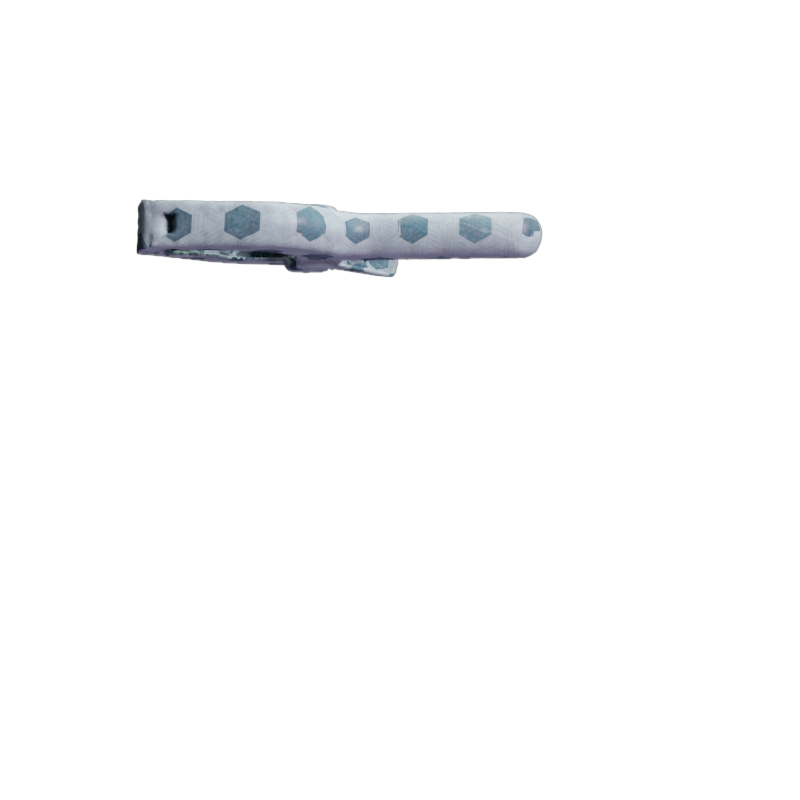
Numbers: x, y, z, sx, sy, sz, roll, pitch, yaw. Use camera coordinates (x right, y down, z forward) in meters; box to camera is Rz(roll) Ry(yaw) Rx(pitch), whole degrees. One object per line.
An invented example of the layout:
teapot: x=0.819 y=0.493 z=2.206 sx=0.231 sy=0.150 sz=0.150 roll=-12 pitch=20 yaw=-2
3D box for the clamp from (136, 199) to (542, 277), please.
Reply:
clamp: x=-0.050 y=-0.091 z=0.635 sx=0.204 sy=0.037 sz=0.167 roll=0 pitch=0 yaw=-21
